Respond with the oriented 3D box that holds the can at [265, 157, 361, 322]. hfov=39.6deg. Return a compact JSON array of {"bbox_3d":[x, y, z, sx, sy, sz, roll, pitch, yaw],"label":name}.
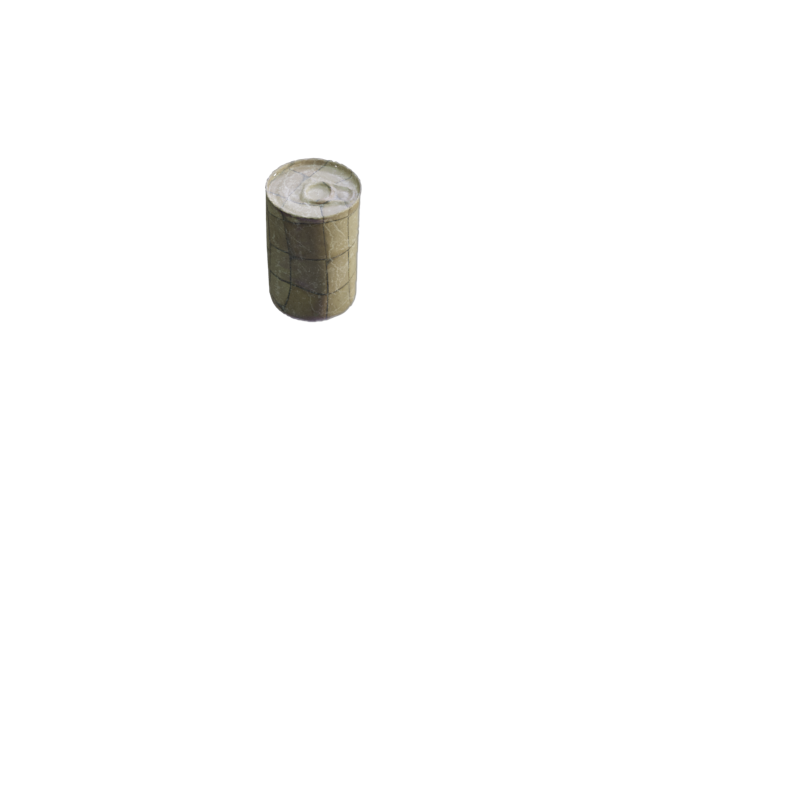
[{"bbox_3d":[-0.063,-0.115,0.807,0.068,0.095,0.074,0,44,-3],"label":"can"}]
